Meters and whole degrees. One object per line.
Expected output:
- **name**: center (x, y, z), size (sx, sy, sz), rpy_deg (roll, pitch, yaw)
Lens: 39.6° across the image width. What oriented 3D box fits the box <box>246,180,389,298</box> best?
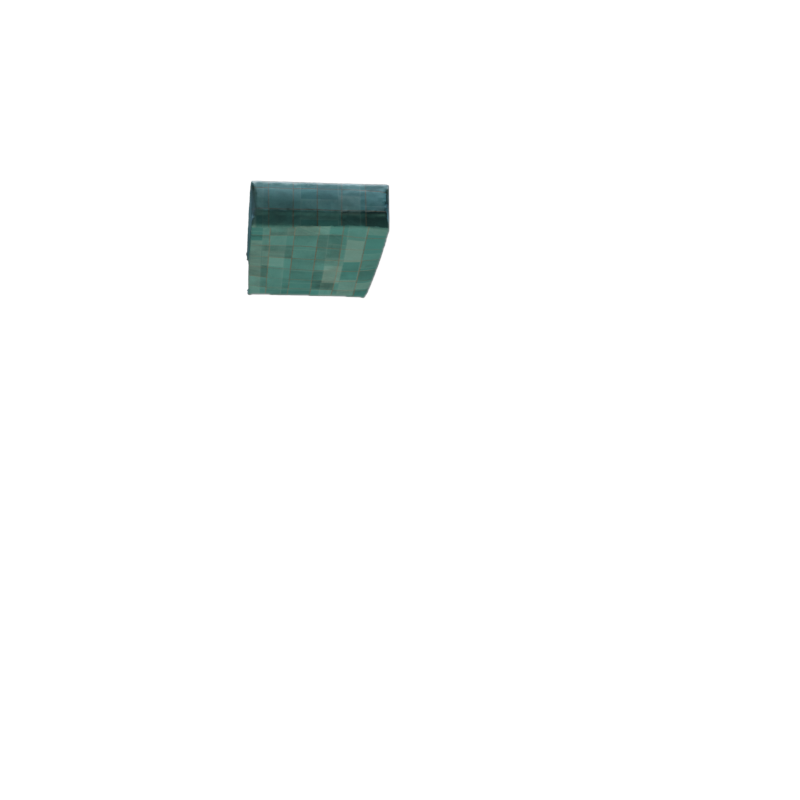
- **box**: center (-0.059, -0.107, 0.750), size (0.089, 0.041, 0.108), rpy_deg (3, -22, -7)
